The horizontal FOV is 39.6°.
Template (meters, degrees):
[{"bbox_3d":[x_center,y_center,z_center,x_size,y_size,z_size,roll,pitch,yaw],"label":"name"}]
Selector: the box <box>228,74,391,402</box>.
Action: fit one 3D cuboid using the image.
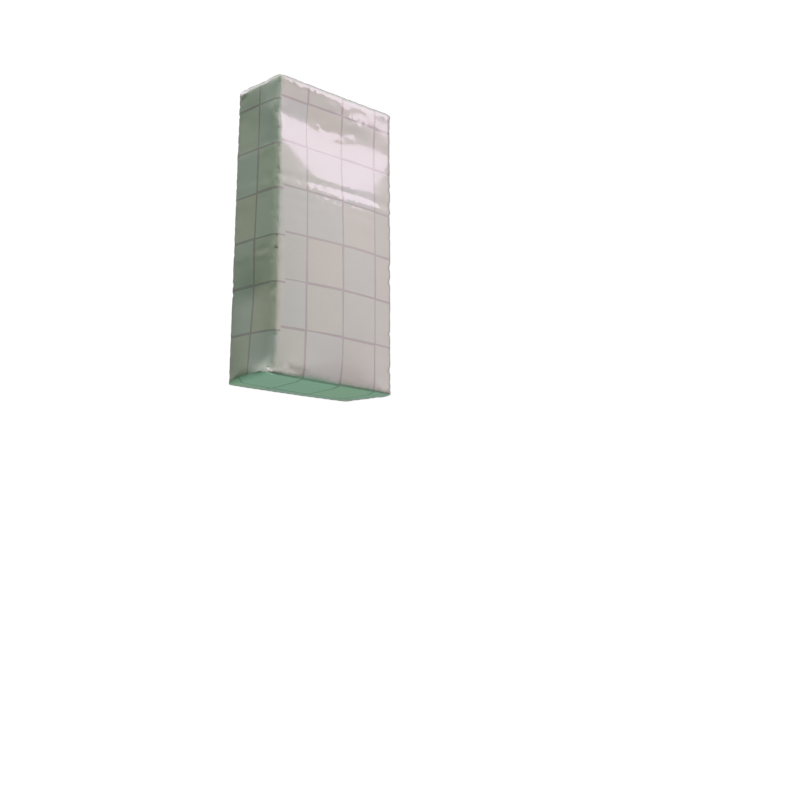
[{"bbox_3d":[-0.051,-0.093,0.651,0.088,0.184,0.049,14,-22,-41],"label":"box"}]
